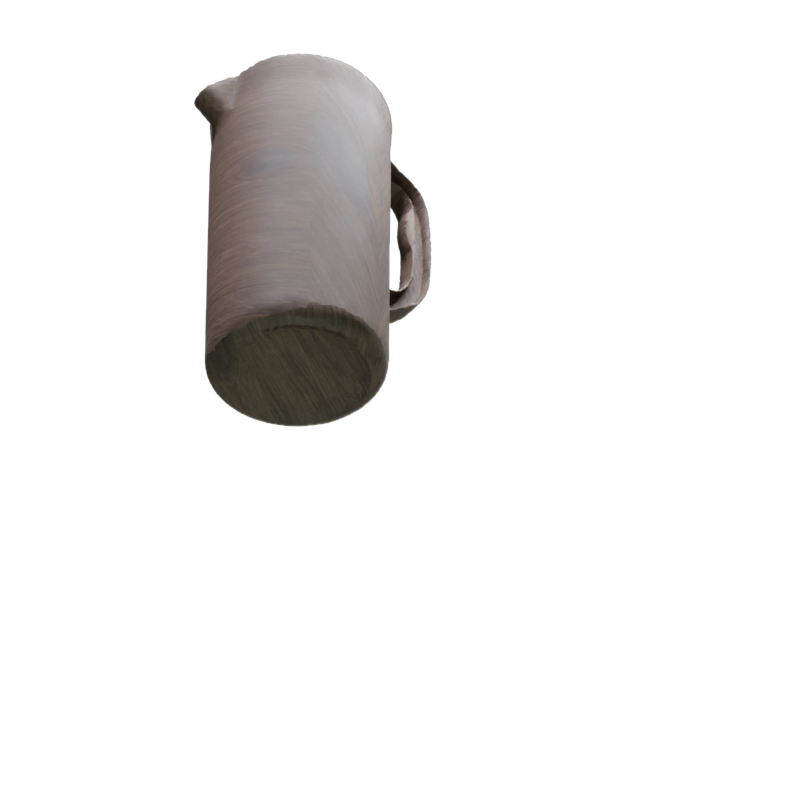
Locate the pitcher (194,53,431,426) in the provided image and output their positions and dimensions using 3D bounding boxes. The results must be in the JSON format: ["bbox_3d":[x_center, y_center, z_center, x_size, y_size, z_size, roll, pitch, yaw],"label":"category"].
[{"bbox_3d":[-0.057,-0.104,0.731,0.150,0.261,0.134,-8,-43,6],"label":"pitcher"}]
